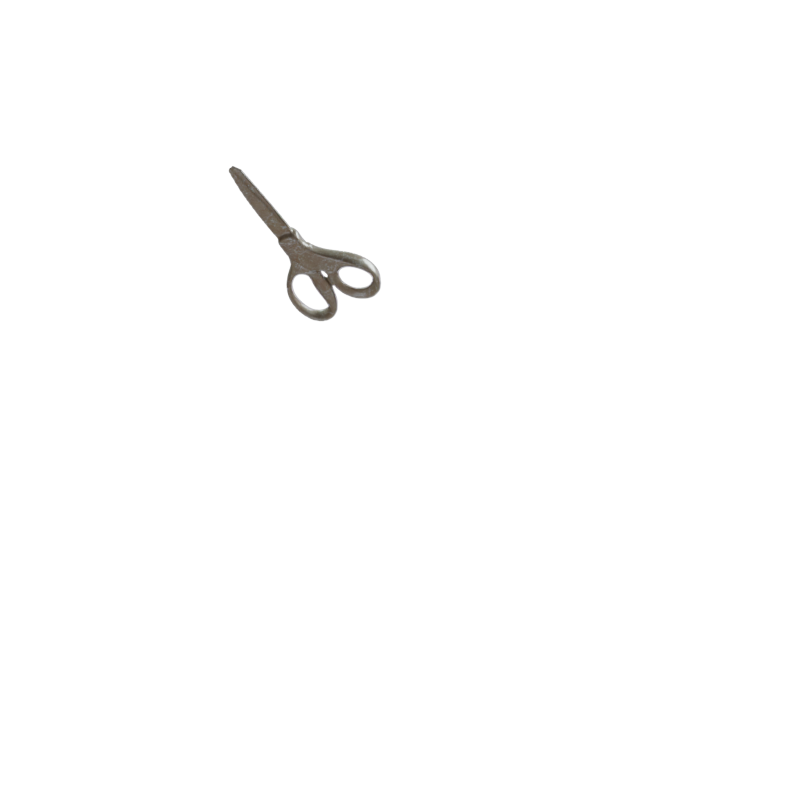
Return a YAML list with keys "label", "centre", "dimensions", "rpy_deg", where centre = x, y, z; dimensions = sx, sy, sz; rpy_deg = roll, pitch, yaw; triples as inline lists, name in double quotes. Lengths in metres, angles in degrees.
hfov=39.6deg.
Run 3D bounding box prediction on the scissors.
- label: "scissors"
  centre: [-0.076, -0.139, 0.974]
  dimensions: [0.097, 0.017, 0.186]
  rpy_deg: [-7, -40, 9]
